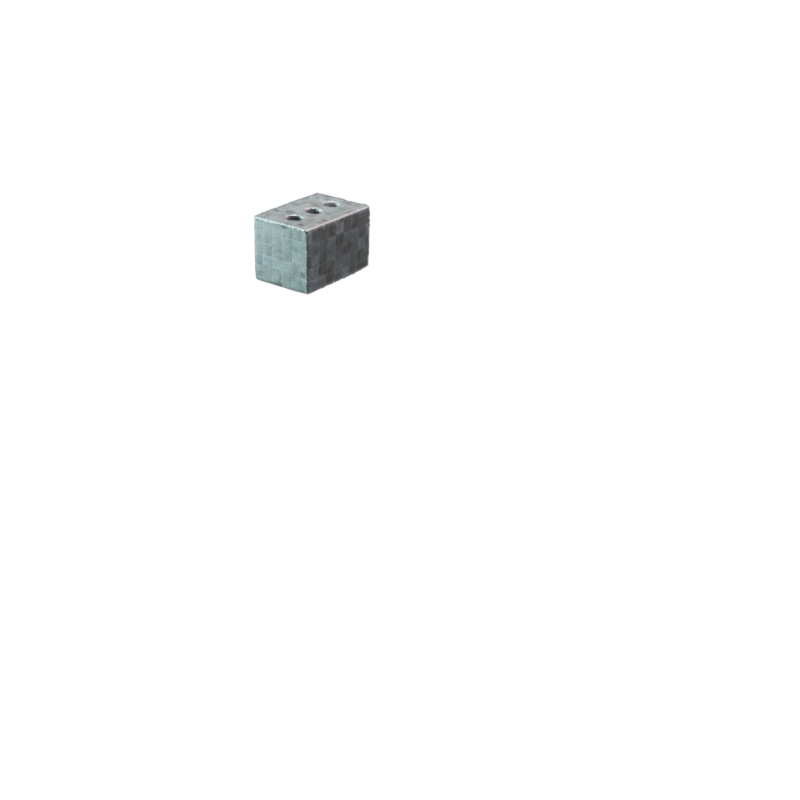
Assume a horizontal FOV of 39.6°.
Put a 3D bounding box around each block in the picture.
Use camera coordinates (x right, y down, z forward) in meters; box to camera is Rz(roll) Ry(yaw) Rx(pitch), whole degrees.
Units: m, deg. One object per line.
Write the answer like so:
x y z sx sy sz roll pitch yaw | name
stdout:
-0.065 -0.119 0.835 0.056 0.049 0.078 17 29 32 | block
